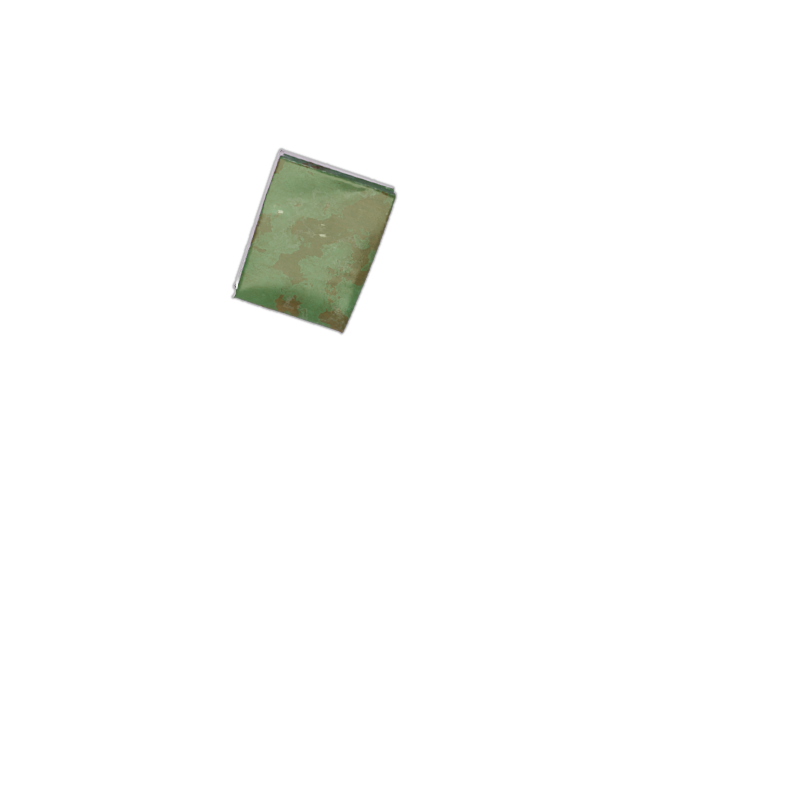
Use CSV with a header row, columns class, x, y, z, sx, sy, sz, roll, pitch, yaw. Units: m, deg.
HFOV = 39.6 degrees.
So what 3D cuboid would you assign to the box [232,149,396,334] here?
class,x,y,z,sx,sy,sz,roll,pitch,yaw
box,-0.063,-0.115,0.804,0.089,0.111,0.040,19,12,-5
